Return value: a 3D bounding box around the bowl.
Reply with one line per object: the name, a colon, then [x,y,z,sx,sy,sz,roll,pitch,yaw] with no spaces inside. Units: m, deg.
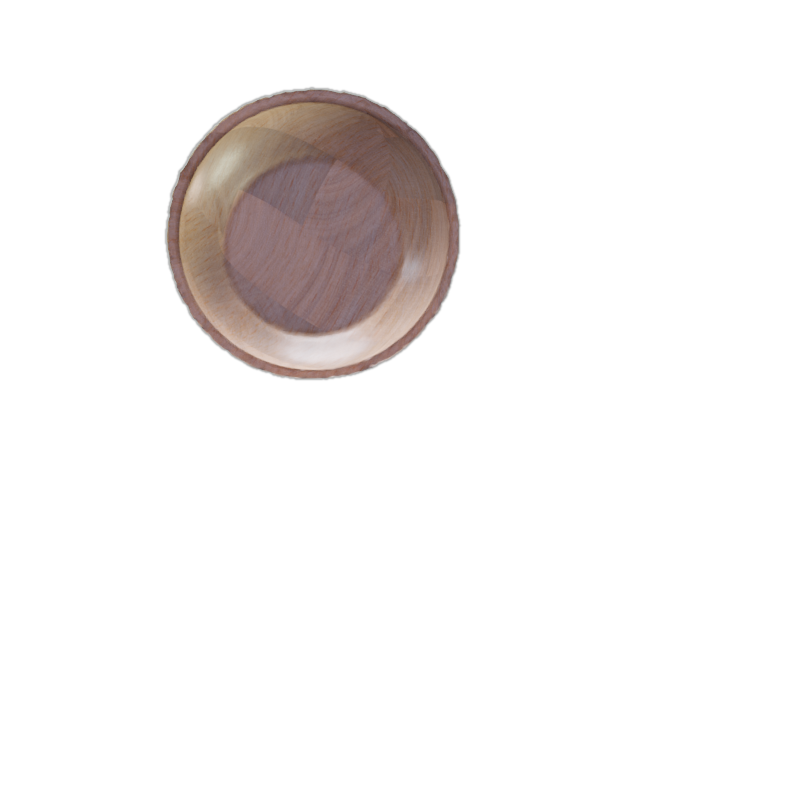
bowl: [-0.046,-0.084,0.585,0.162,0.159,0.056,0,8,-1]
